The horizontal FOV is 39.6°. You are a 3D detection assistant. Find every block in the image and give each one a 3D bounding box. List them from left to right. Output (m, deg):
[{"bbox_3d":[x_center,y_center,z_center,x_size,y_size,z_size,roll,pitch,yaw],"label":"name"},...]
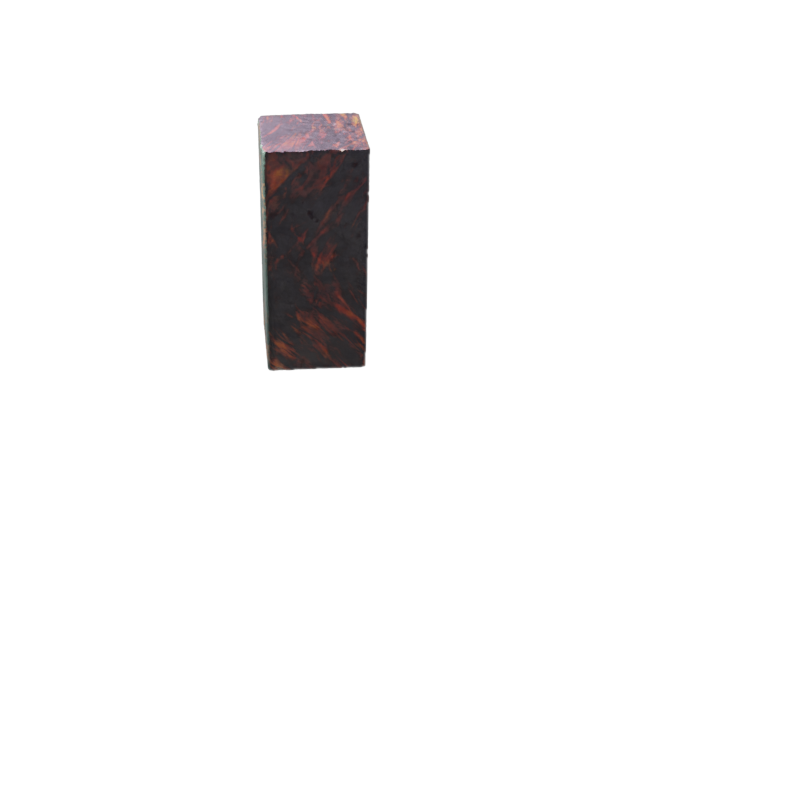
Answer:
[{"bbox_3d":[-0.077,-0.139,0.970,0.089,0.194,0.097,-2,29,-7],"label":"block"}]
